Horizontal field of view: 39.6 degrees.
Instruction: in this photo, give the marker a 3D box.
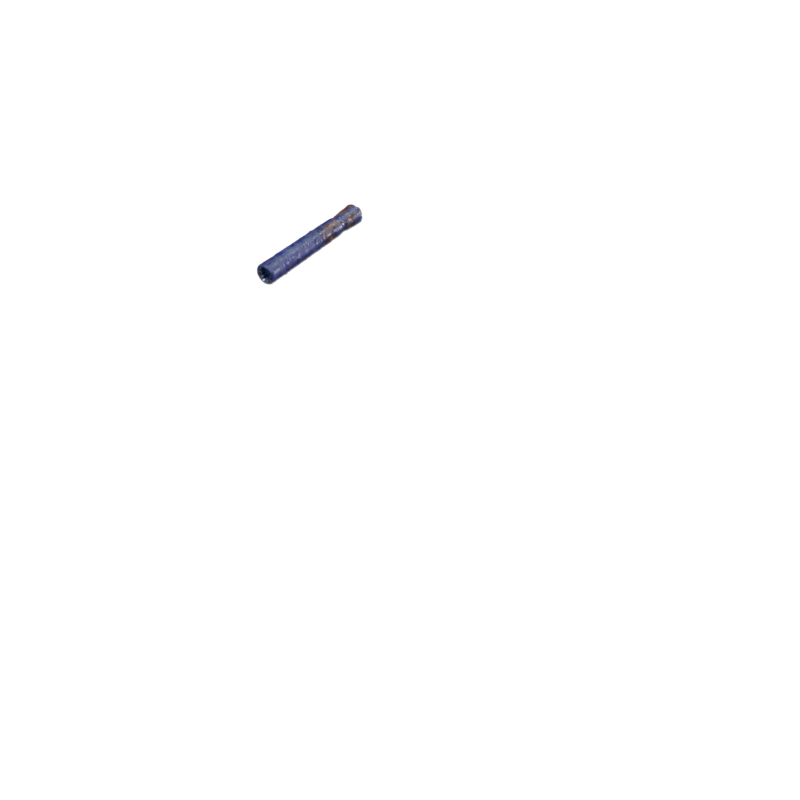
[{"bbox_3d":[-0.073,-0.133,0.933,0.021,0.019,0.122,3,34,43],"label":"marker"}]
